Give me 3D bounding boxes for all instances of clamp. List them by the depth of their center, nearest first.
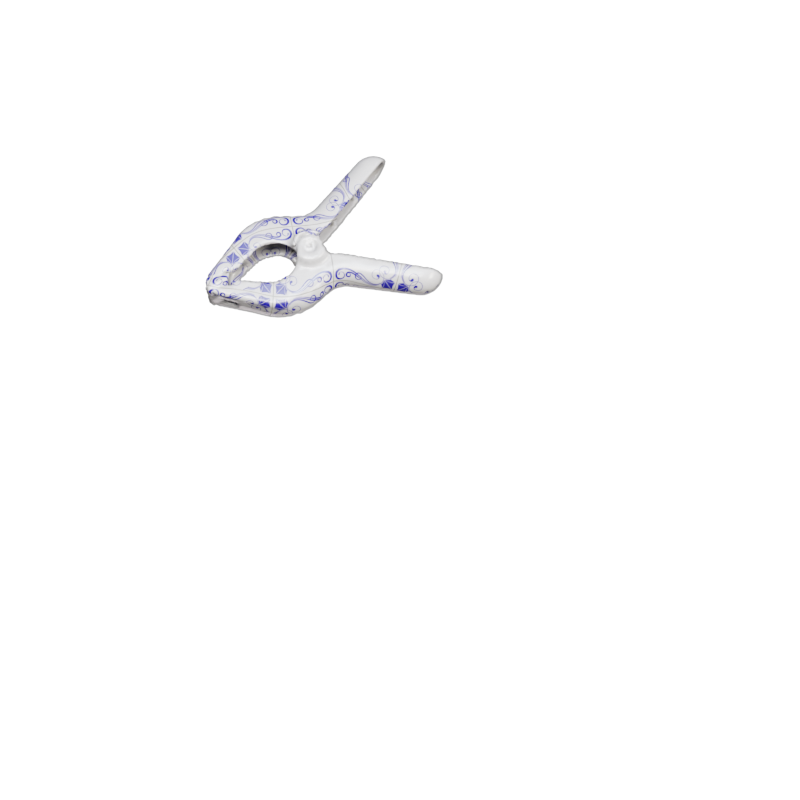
[{"bbox_3d":[-0.065,-0.118,0.830,0.170,0.129,0.037,-12,-30,-7],"label":"clamp"}]
